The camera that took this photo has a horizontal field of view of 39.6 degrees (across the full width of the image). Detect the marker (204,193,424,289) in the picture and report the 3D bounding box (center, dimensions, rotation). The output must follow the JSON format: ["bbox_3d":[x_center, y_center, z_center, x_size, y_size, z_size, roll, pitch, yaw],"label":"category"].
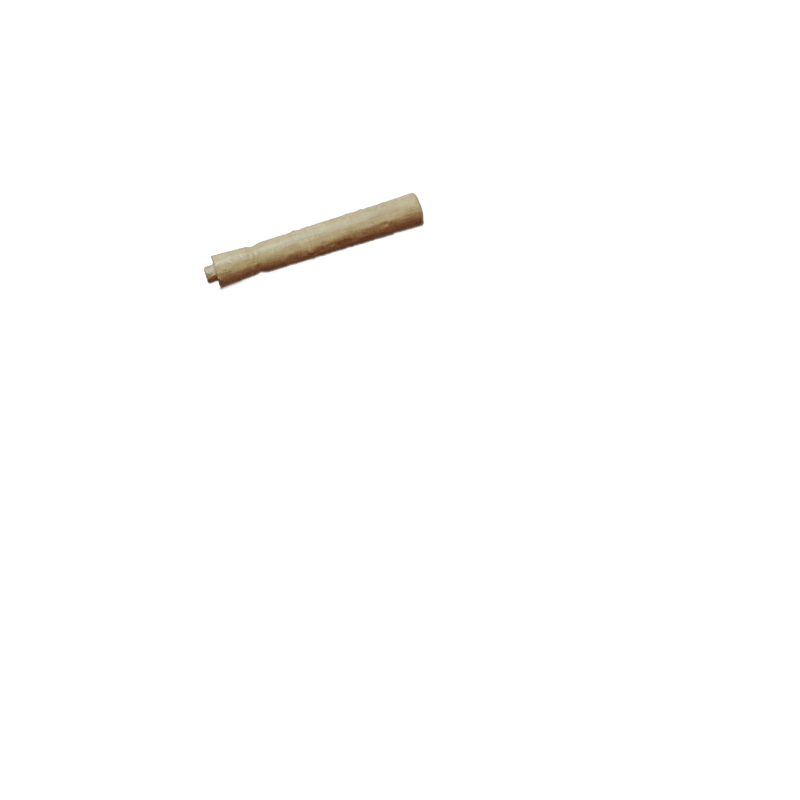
[{"bbox_3d":[-0.047,-0.085,0.597,0.120,0.020,0.020,-18,7,-6],"label":"marker"}]
